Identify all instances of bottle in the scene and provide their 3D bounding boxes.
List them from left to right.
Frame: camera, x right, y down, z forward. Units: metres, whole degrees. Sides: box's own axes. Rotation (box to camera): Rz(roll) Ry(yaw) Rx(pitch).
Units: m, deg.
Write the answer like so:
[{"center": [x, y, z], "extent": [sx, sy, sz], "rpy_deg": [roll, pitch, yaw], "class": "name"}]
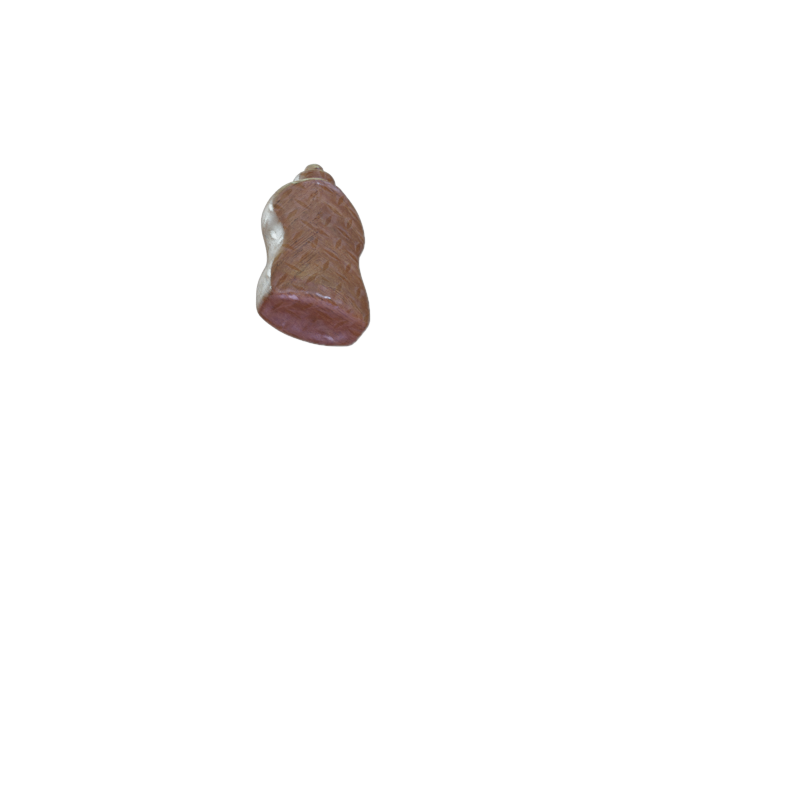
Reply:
[{"center": [-0.077, -0.141, 0.982], "extent": [0.093, 0.206, 0.056], "rpy_deg": [16, -46, -21], "class": "bottle"}]
